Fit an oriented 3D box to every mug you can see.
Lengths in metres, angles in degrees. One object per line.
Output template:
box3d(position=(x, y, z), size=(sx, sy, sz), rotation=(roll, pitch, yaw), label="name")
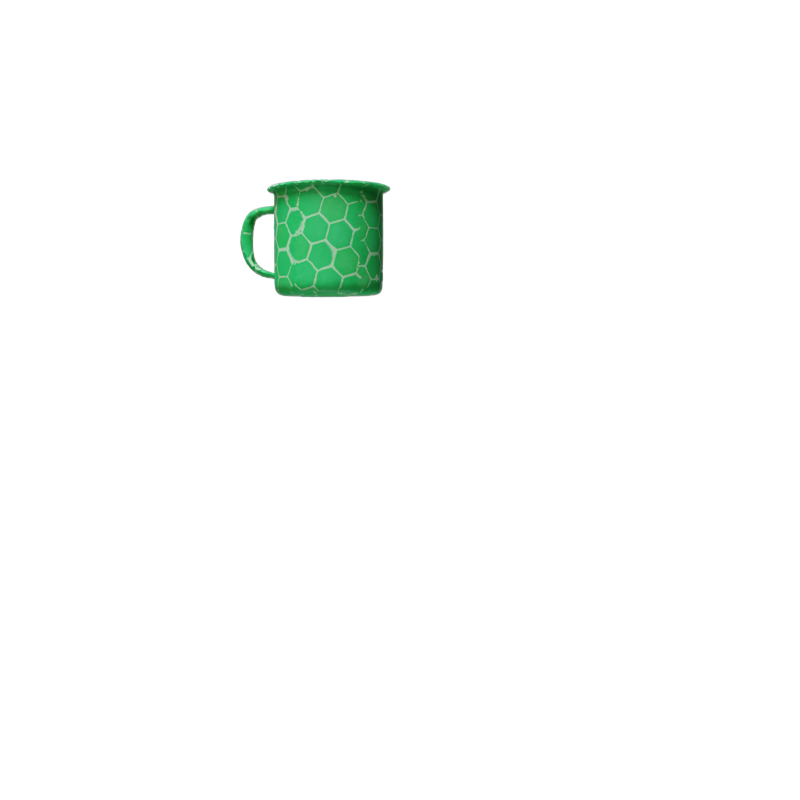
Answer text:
box3d(position=(-0.065, -0.119, 0.836), size=(0.119, 0.082, 0.091), rotation=(0, 0, 15), label="mug")
